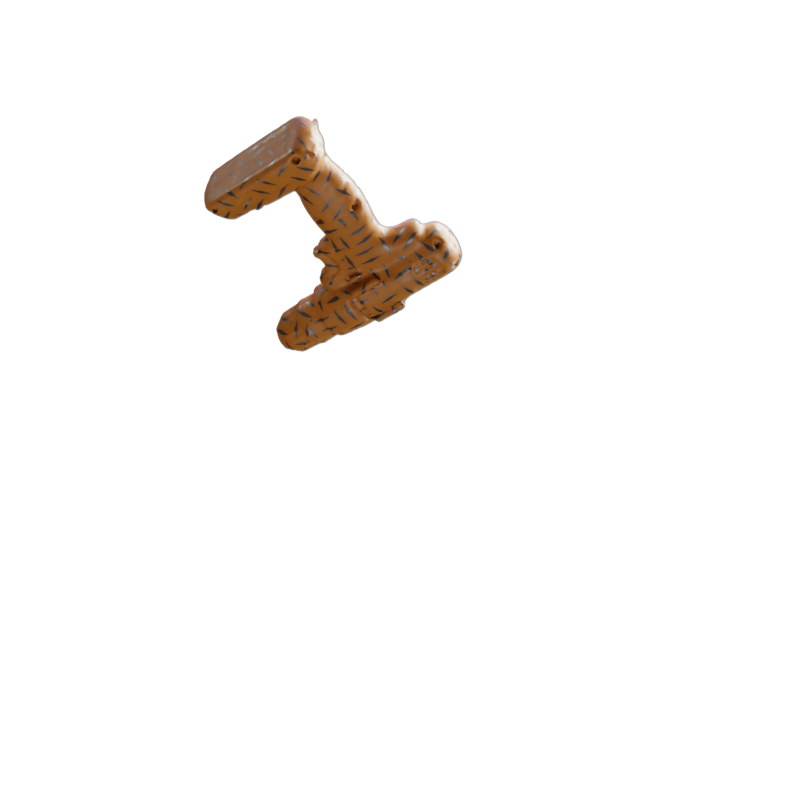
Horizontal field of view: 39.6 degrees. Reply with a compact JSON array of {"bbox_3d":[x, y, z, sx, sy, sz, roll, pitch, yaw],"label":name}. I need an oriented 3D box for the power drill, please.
[{"bbox_3d":[-0.071,-0.129,0.906,0.184,0.062,0.175,-30,-54,25],"label":"power drill"}]
